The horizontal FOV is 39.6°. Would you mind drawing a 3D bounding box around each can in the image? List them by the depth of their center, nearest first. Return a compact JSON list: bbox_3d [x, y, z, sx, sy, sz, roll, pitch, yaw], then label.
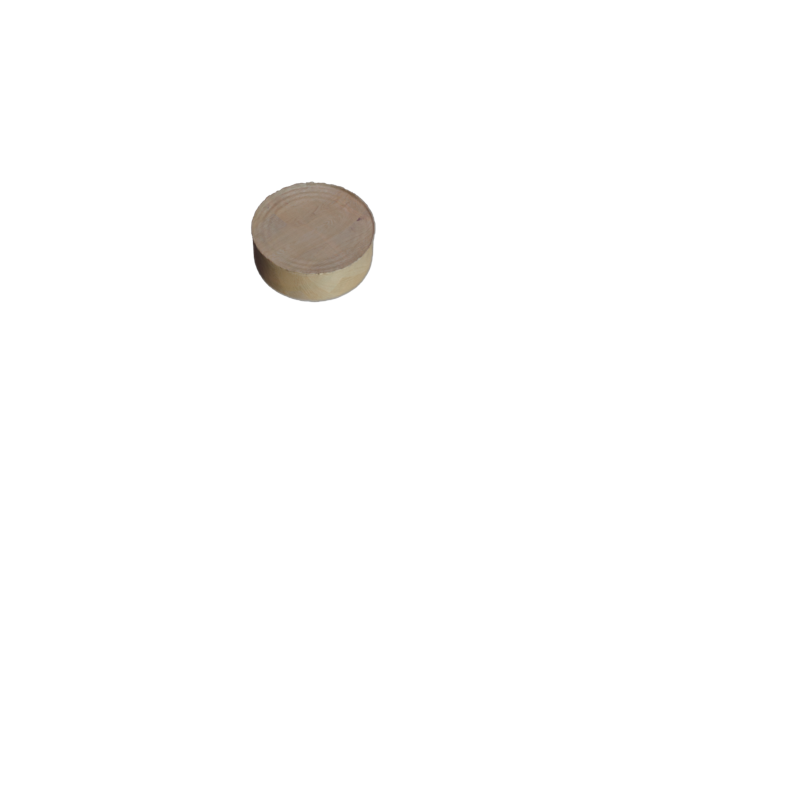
[{"bbox_3d":[-0.061,-0.110,0.774,0.086,0.092,0.031,-1,-38,-1],"label":"can"}]
